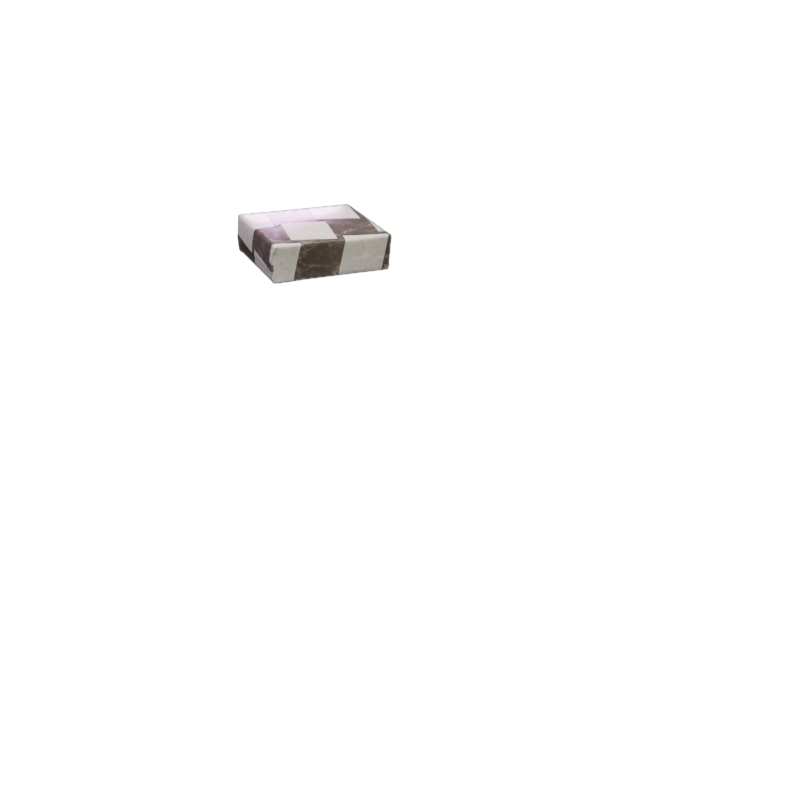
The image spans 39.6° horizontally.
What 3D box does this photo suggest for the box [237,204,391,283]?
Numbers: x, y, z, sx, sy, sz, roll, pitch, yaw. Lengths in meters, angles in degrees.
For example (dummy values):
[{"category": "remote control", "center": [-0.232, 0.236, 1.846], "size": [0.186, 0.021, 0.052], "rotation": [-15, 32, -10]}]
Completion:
[{"category": "box", "center": [-0.077, -0.140, 0.981], "size": [0.111, 0.037, 0.096], "rotation": [-12, 28, -23]}]
